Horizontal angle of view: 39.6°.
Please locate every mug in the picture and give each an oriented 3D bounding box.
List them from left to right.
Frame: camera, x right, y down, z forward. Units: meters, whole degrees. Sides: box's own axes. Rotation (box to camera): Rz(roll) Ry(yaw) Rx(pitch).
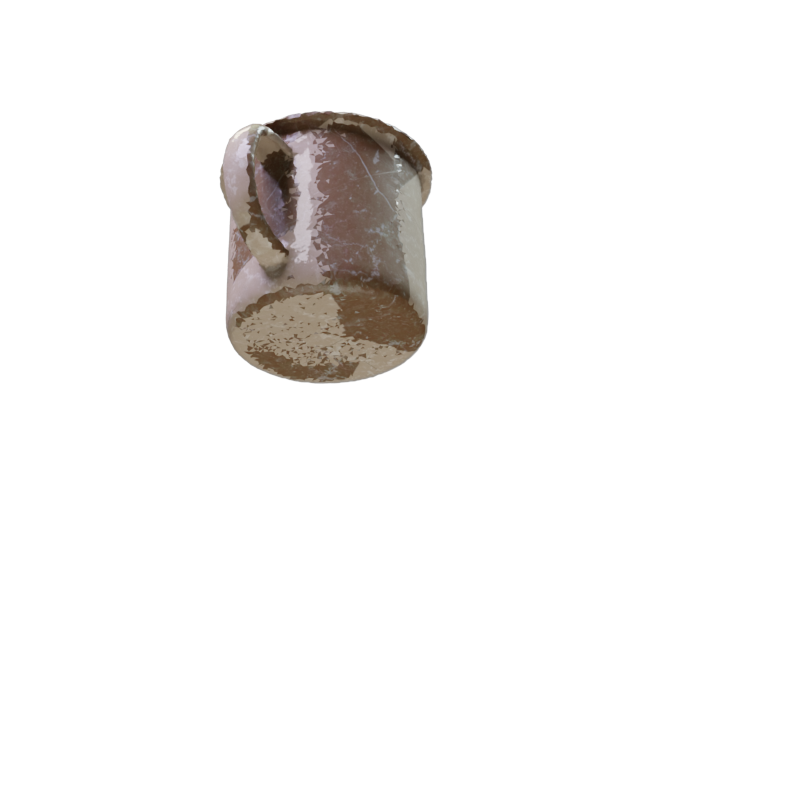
[{"bbox_3d":[-0.036,-0.065,0.454,0.094,0.087,0.108,-15,-34,21],"label":"mug"}]
